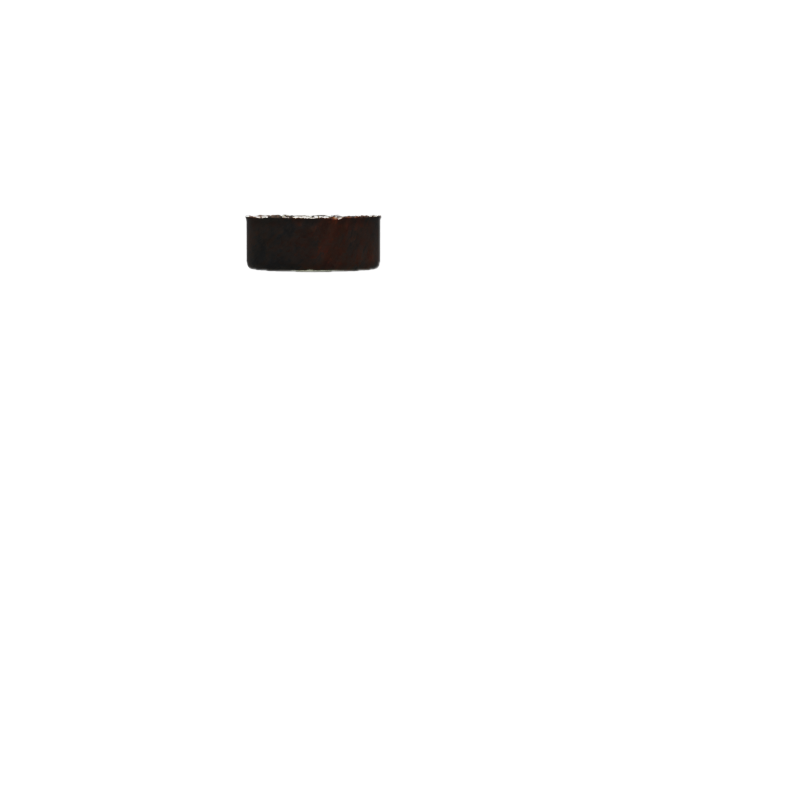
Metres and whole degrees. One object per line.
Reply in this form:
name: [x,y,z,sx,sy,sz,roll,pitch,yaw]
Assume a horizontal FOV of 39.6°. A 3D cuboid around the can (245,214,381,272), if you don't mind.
can: [-0.055,-0.100,0.699,0.086,0.033,0.087,0,9,-2]
